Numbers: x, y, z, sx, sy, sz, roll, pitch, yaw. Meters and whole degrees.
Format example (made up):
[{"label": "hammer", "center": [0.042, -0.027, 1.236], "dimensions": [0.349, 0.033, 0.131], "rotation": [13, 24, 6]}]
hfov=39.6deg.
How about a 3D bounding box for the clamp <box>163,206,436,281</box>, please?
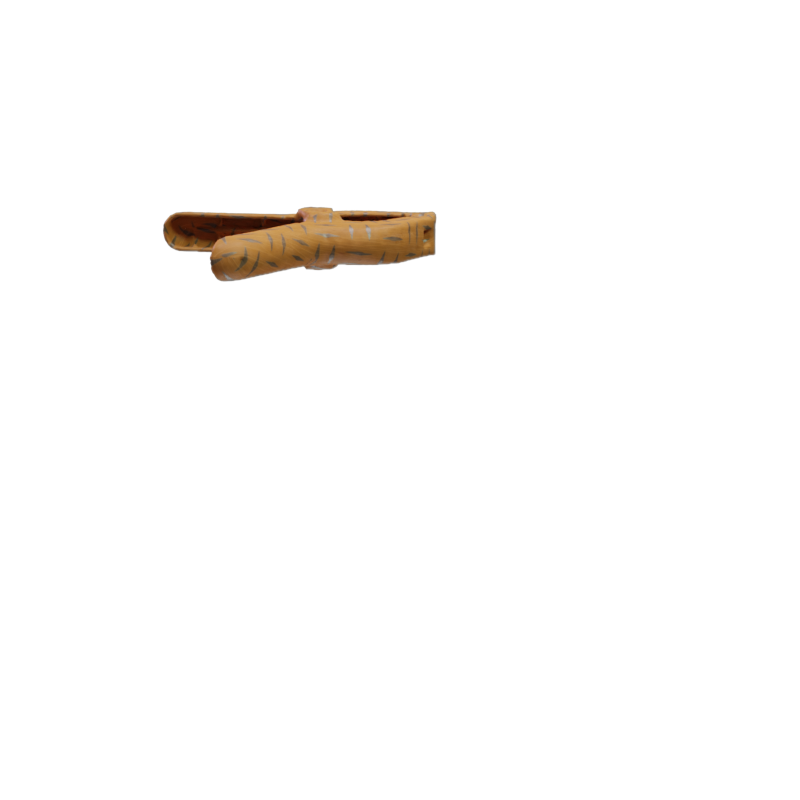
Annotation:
[{"label": "clamp", "center": [-0.052, -0.096, 0.669], "dimensions": [0.169, 0.037, 0.127], "rotation": [-6, 23, -13]}]
